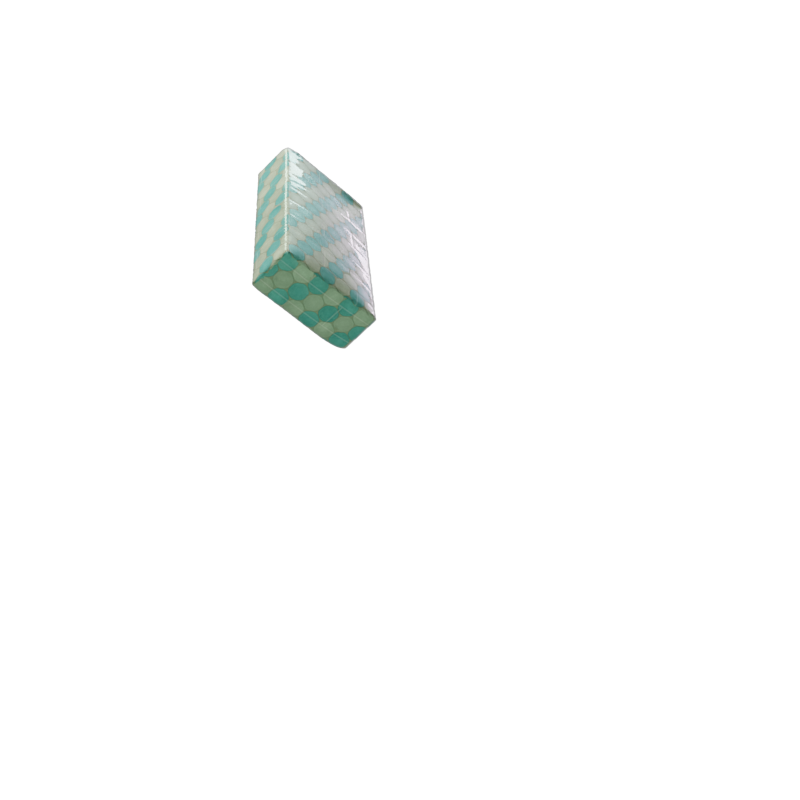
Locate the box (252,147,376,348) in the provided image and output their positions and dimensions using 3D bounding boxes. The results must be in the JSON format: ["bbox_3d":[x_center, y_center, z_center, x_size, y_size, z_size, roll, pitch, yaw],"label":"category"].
[{"bbox_3d":[-0.069,-0.126,0.883,0.088,0.189,0.047,36,-62,-27],"label":"box"}]
